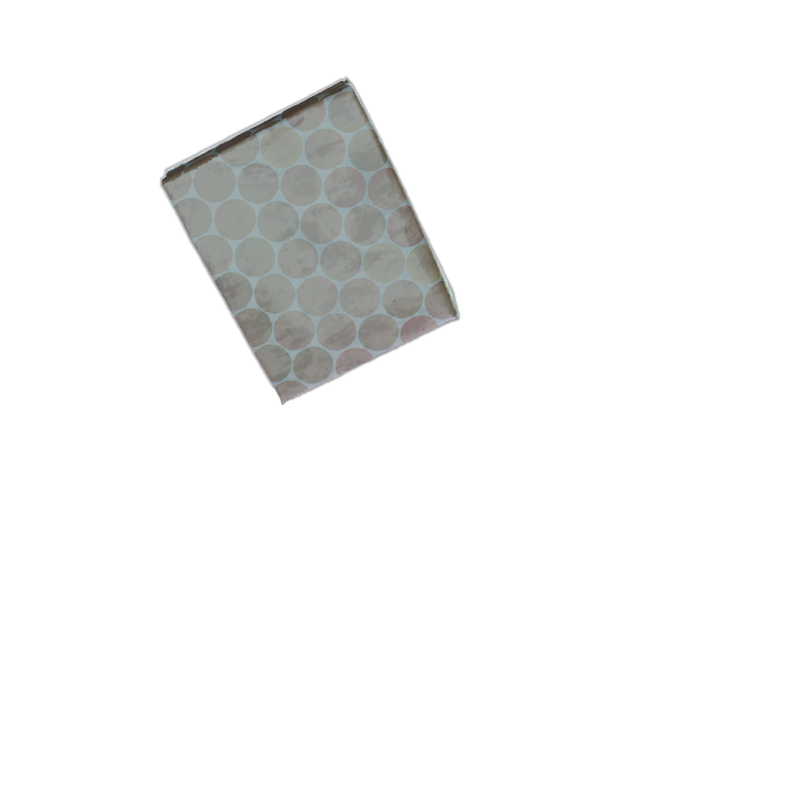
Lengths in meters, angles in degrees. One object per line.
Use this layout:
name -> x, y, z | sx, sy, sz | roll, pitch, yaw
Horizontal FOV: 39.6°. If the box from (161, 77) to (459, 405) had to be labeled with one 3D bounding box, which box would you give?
box -> -0.037, -0.068, 0.475 | 0.090, 0.110, 0.040 | -26, 11, 5
